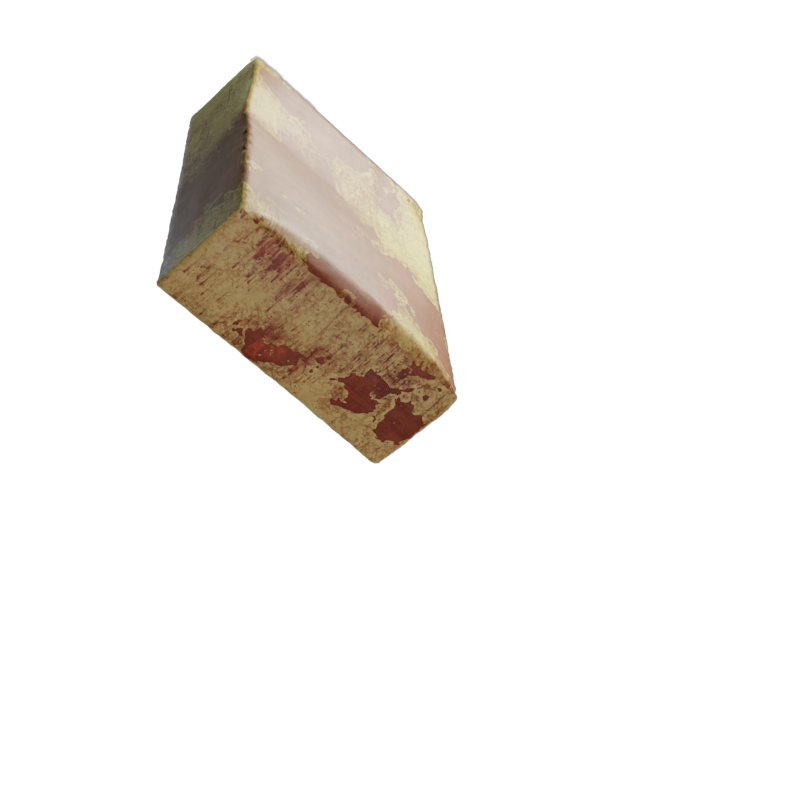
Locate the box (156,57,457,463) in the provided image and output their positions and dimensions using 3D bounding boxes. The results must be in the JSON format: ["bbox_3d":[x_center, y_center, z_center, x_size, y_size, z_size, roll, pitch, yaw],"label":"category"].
[{"bbox_3d":[-0.051,-0.093,0.651,0.155,0.071,0.228,39,24,-25],"label":"box"}]
